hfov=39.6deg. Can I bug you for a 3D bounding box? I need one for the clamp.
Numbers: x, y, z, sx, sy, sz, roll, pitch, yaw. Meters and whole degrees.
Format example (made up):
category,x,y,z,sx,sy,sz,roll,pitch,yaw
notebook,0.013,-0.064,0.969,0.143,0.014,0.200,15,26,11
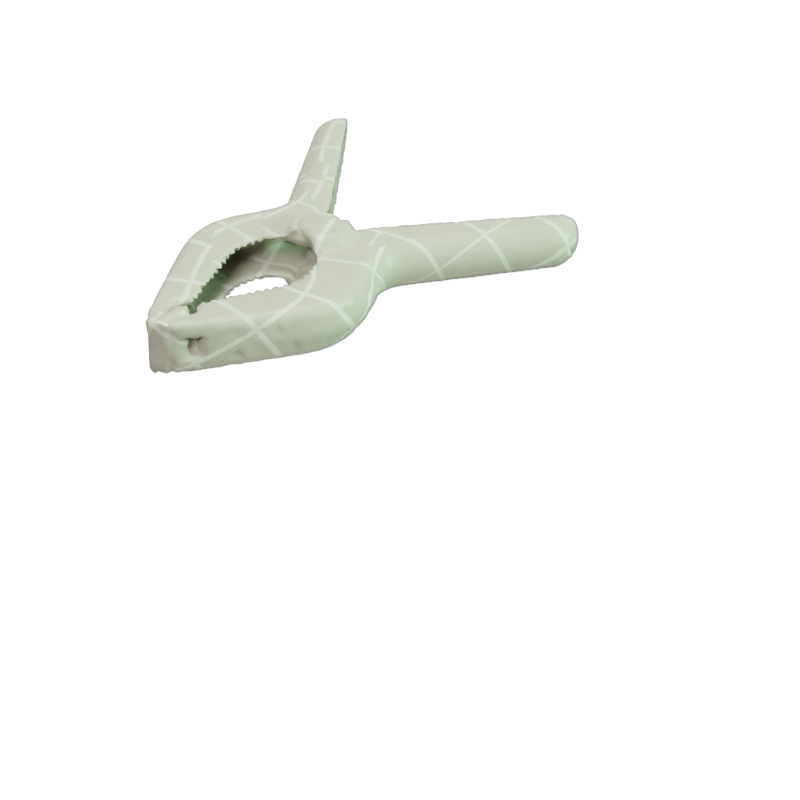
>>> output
category,x,y,z,sx,sy,sz,roll,pitch,yaw
clamp,-0.042,-0.076,0.533,0.209,0.034,0.176,-28,46,-32
